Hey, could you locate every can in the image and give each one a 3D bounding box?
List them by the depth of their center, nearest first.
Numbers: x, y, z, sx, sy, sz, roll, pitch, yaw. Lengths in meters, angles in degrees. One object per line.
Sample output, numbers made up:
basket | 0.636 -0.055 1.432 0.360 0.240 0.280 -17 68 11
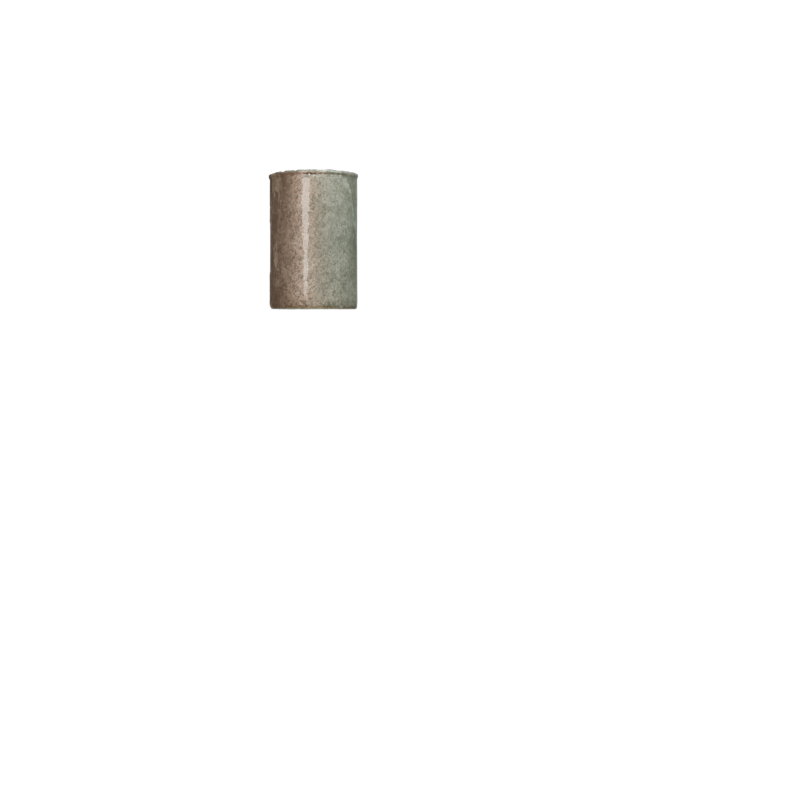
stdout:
can | -0.066 -0.120 0.838 0.068 0.103 0.068 0 -1 -2
